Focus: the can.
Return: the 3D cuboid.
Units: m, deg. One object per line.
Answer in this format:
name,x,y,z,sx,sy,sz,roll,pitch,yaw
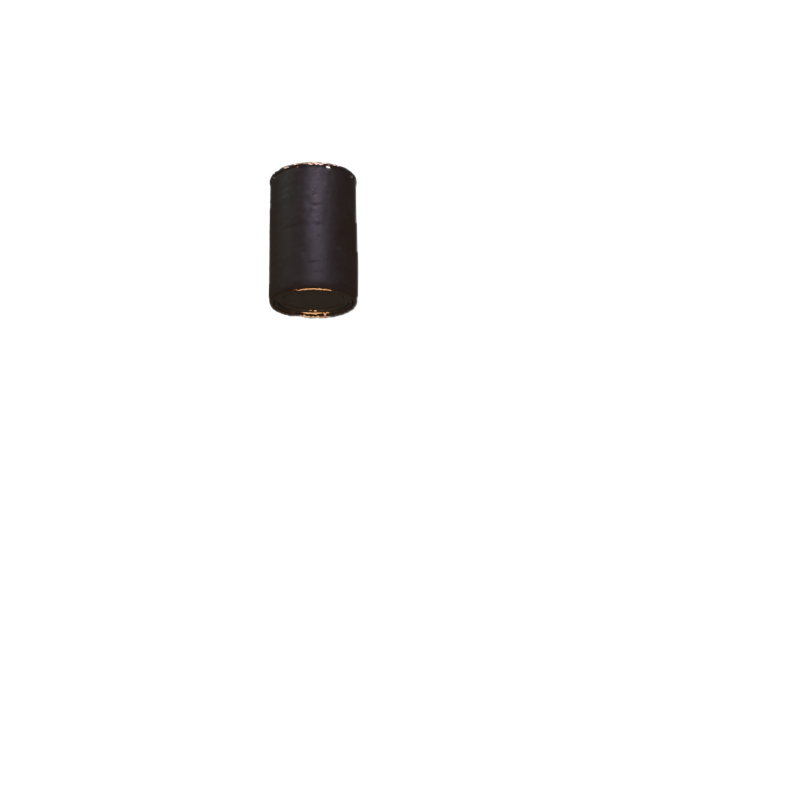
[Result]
can,-0.066,-0.120,0.840,0.068,0.107,0.065,0,-20,-2
